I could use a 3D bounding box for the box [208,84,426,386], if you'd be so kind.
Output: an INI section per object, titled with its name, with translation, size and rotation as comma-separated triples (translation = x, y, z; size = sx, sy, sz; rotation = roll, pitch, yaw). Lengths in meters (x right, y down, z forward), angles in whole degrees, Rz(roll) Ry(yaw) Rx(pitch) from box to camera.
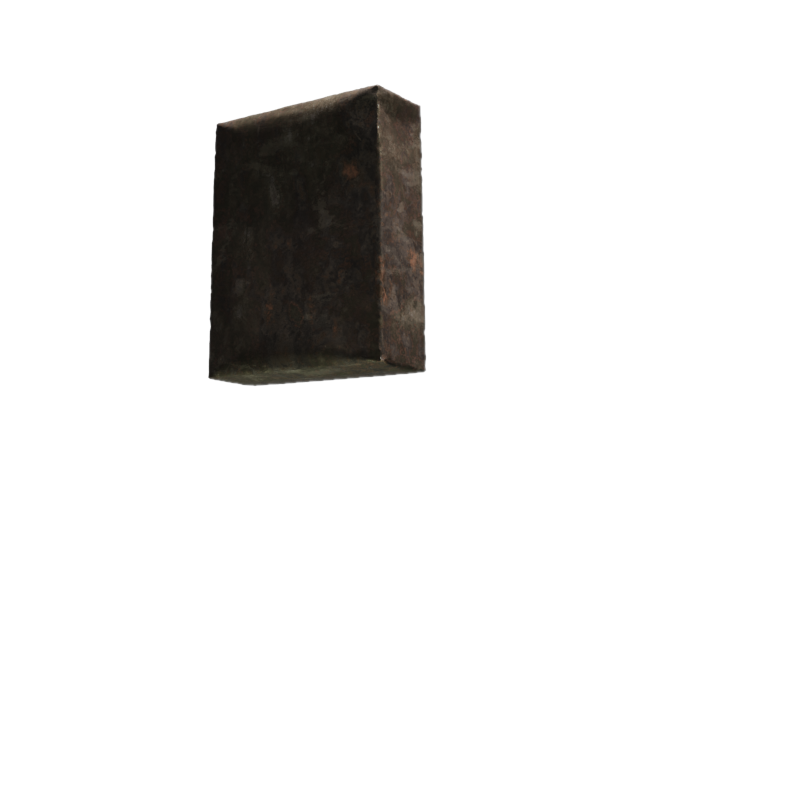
[box]
translation = -0.068, -0.124, 0.868
size = 0.168, 0.220, 0.068
rotation = -7, -13, 32
